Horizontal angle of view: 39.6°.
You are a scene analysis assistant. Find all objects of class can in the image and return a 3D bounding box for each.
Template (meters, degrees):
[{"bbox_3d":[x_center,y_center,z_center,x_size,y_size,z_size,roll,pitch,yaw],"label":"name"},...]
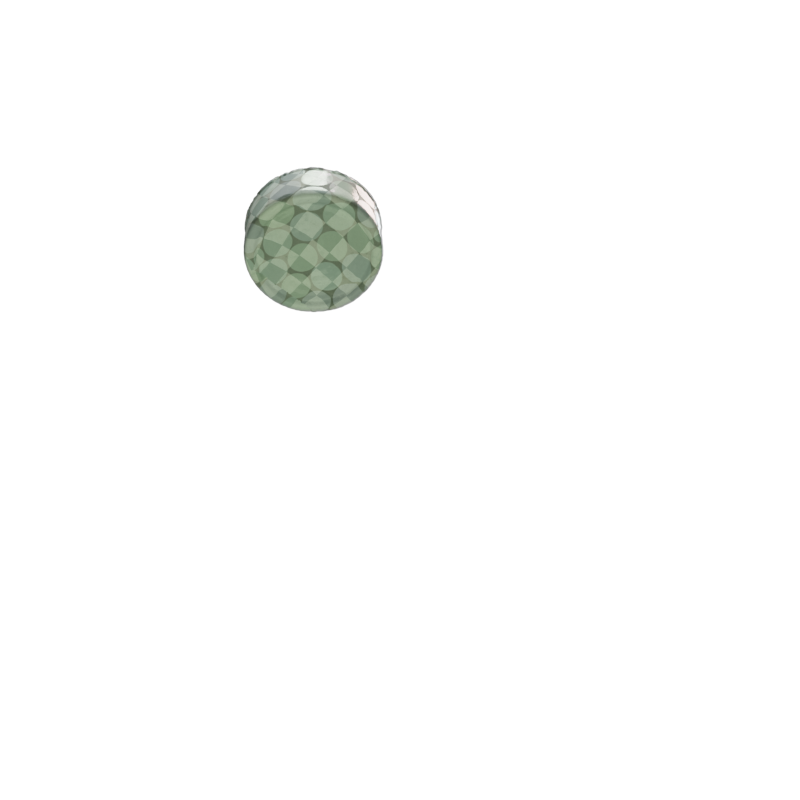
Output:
[{"bbox_3d":[-0.053,-0.097,0.679,0.086,0.081,0.036,1,33,-1],"label":"can"}]
